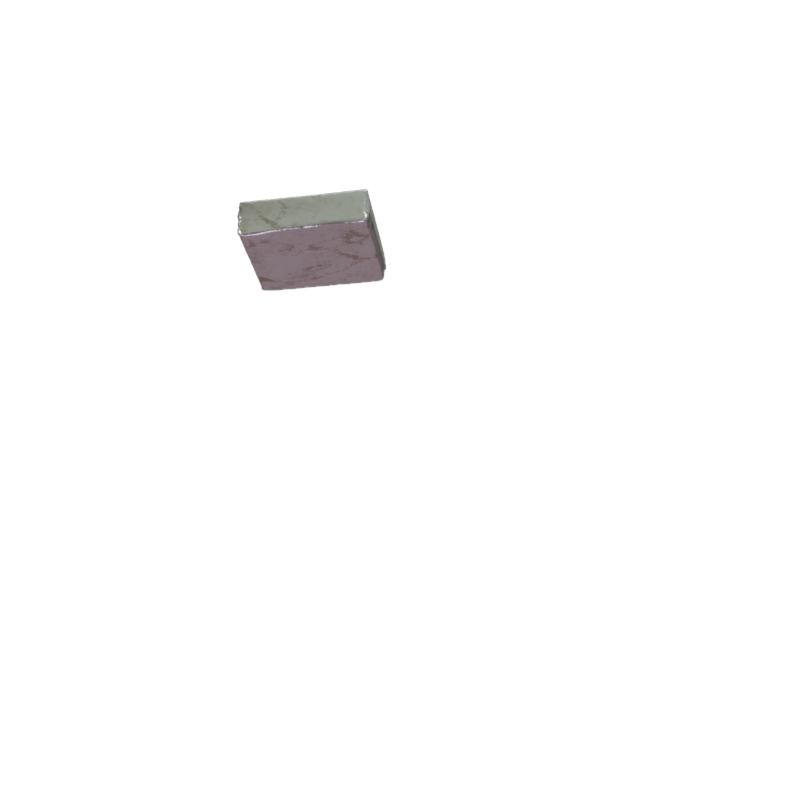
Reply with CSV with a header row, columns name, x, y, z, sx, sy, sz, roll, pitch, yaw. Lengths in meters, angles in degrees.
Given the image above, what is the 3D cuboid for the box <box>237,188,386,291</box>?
name,x,y,z,sx,sy,sz,roll,pitch,yaw
box,-0.074,-0.135,0.950,0.114,0.042,0.083,-6,-33,8
